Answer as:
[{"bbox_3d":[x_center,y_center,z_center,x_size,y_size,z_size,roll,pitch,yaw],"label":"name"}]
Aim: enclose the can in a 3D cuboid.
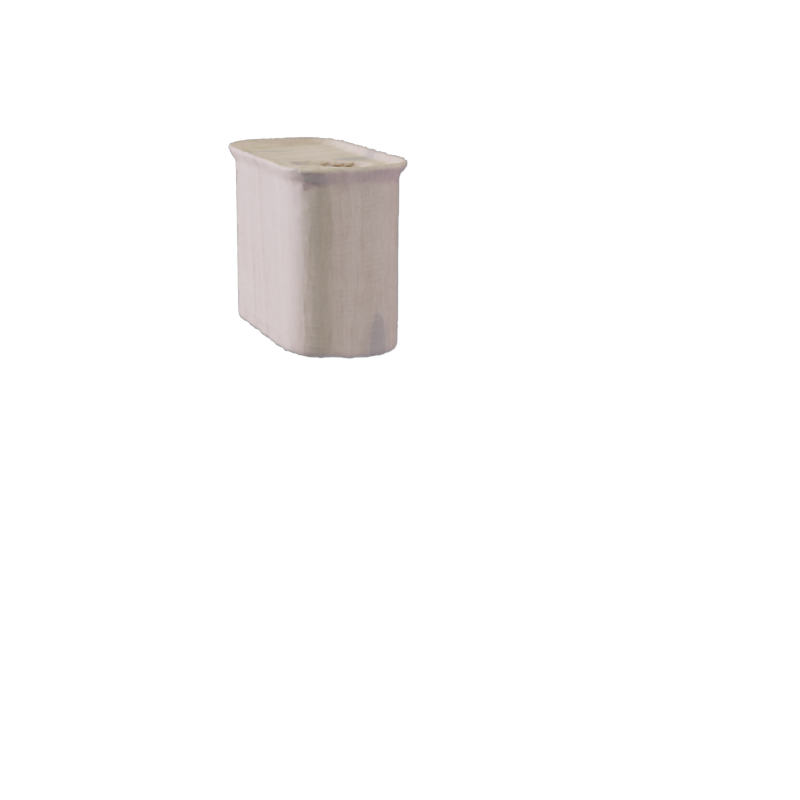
[{"bbox_3d":[-0.039,-0.072,0.504,0.056,0.081,0.108,-6,18,-24],"label":"can"}]
